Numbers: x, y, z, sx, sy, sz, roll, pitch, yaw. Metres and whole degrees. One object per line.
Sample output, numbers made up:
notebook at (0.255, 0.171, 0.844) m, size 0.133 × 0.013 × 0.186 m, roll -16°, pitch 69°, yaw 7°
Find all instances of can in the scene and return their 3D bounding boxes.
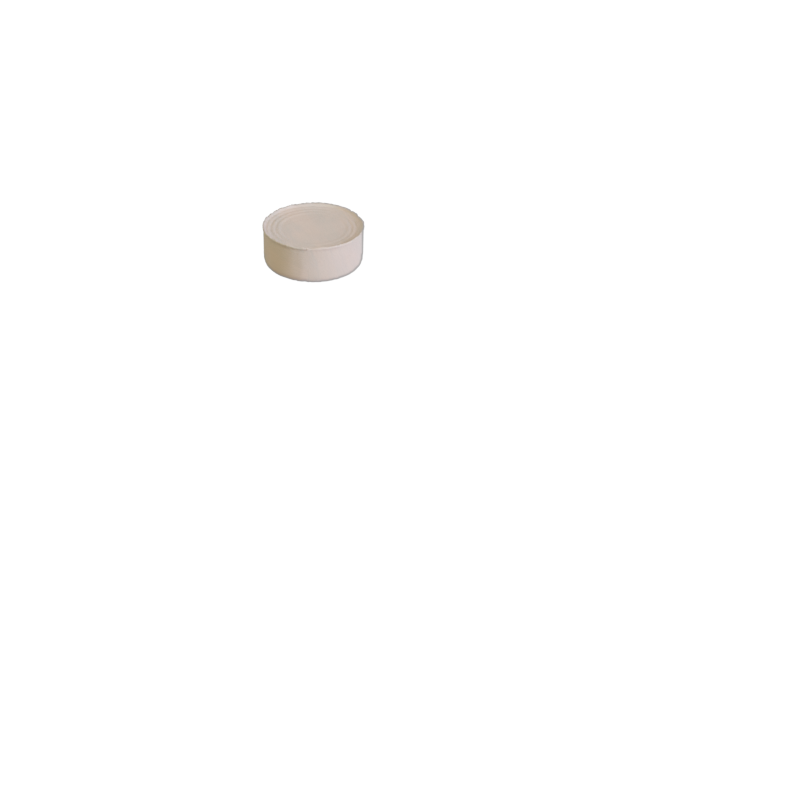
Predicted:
can at (-0.073, -0.134, 0.939) m, size 0.086 × 0.032 × 0.091 m, roll -1°, pitch 33°, yaw -2°
